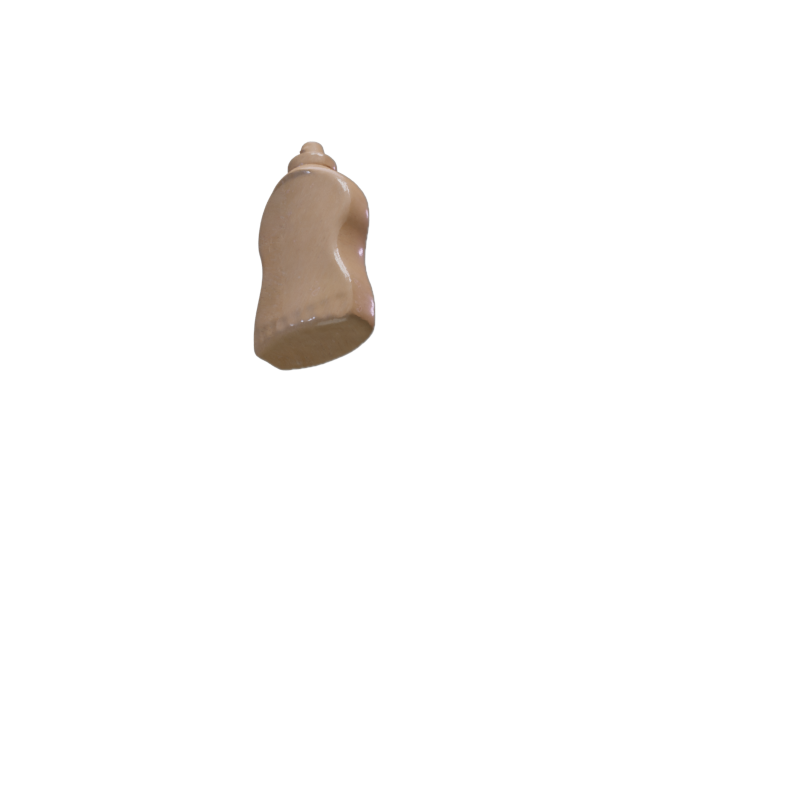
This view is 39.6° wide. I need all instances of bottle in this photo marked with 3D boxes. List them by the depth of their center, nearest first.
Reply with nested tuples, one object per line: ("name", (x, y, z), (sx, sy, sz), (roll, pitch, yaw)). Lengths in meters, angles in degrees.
("bottle", (-0.068, -0.124, 0.869), (0.096, 0.205, 0.054), (-24, -39, 31))
